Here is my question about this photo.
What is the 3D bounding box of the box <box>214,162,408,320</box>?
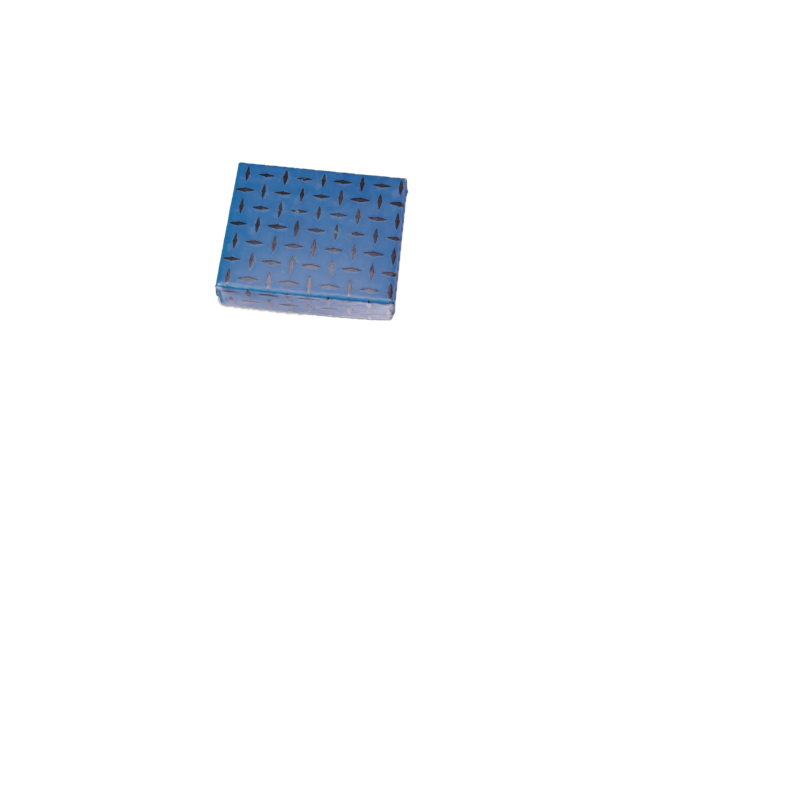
[{"bbox_3d":[-0.055,-0.101,0.706,0.114,0.094,0.037,6,-24,2],"label":"box"}]
